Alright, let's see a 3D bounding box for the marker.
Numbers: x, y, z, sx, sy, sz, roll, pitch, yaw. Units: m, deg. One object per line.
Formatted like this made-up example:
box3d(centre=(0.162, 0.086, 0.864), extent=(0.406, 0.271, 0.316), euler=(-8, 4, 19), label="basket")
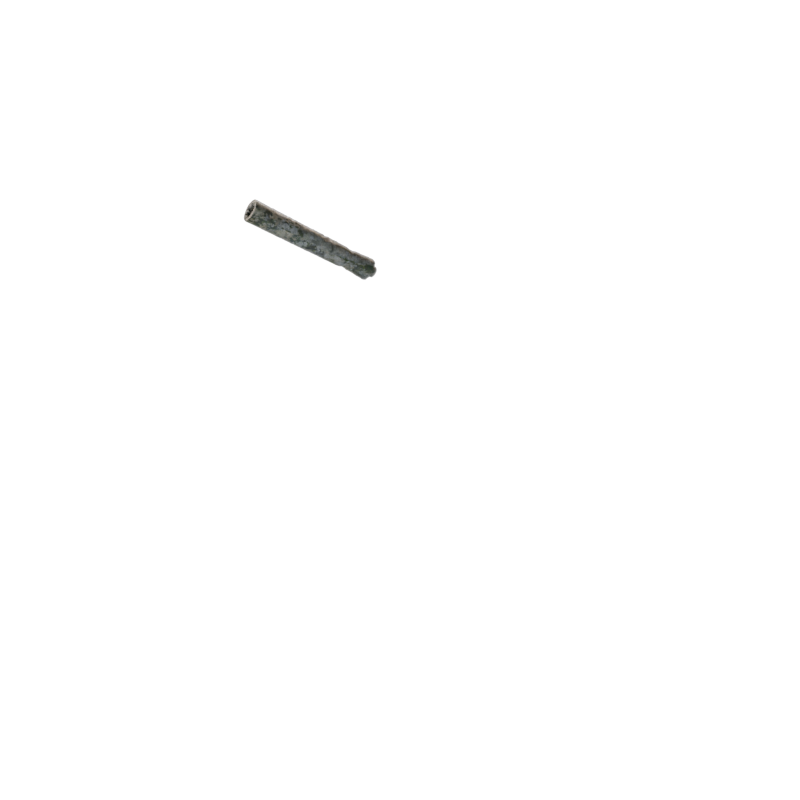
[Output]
box3d(centre=(-0.070, -0.127, 0.892), extent=(0.115, 0.020, 0.020), euler=(24, -7, -23), label="marker")
